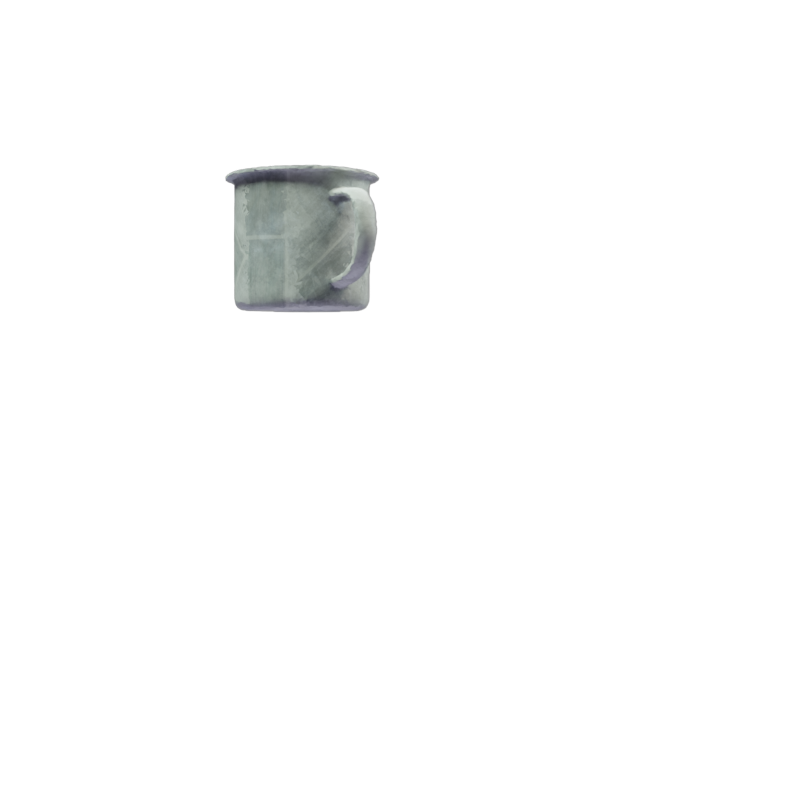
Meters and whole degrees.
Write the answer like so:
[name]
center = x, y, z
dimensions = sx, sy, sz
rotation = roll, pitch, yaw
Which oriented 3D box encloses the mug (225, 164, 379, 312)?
[mug]
center = -0.051, -0.094, 0.658
dimensions = 0.090, 0.082, 0.121
rotation = 0, 0, -38
